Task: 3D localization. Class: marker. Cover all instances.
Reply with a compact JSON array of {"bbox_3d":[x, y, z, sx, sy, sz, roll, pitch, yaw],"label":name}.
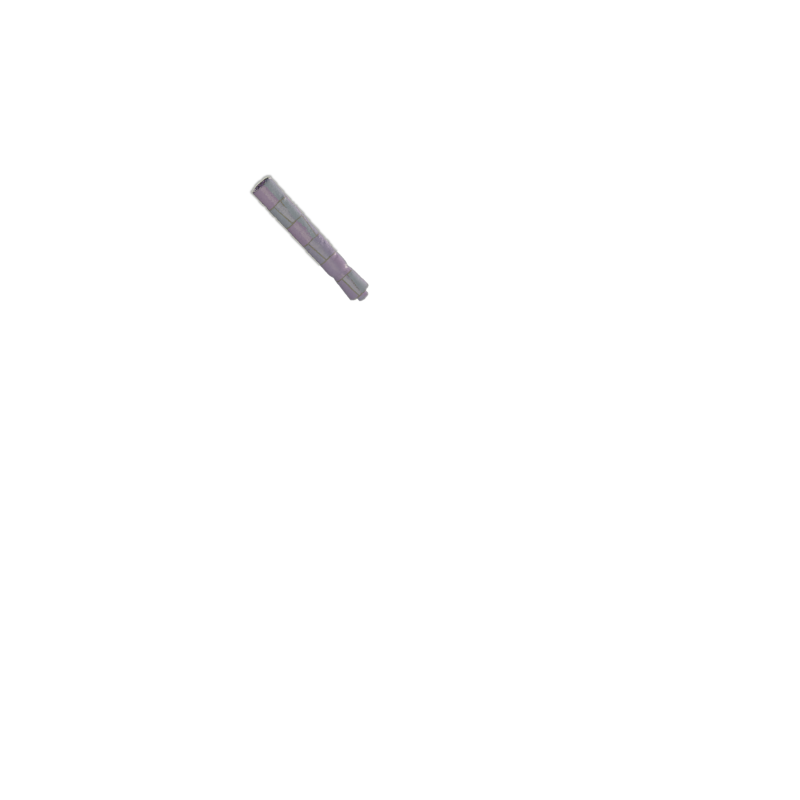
[{"bbox_3d":[-0.066,-0.120,0.843,0.020,0.116,0.021,-39,17,14],"label":"marker"}]
